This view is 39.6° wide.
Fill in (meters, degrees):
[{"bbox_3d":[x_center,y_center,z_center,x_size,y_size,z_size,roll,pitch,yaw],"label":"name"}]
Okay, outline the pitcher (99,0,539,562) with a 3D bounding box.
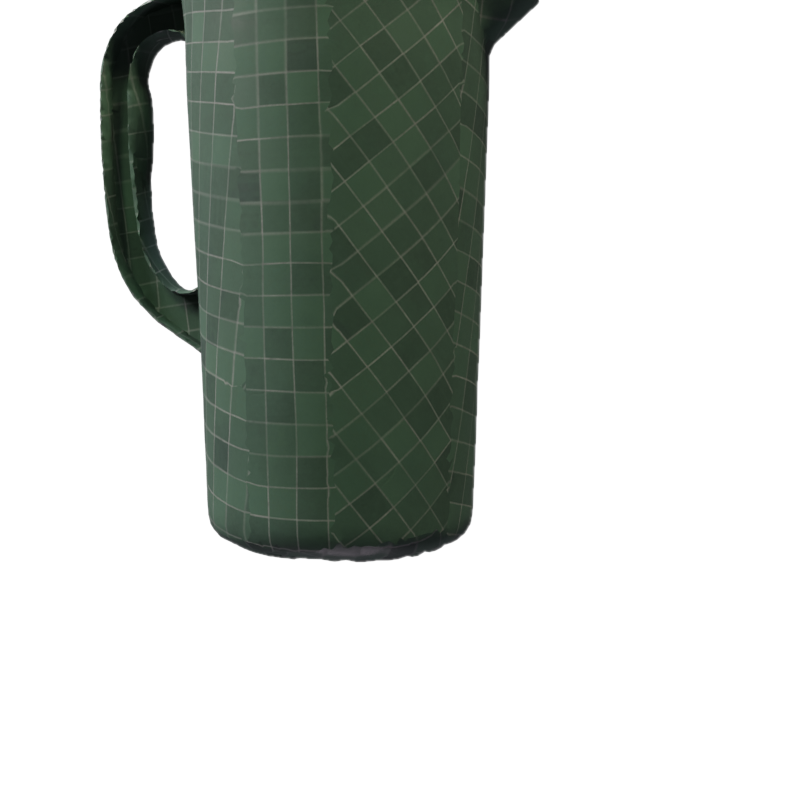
[{"bbox_3d":[-0.036,-0.066,0.463,0.140,0.245,0.154,1,-2,-32],"label":"pitcher"}]
